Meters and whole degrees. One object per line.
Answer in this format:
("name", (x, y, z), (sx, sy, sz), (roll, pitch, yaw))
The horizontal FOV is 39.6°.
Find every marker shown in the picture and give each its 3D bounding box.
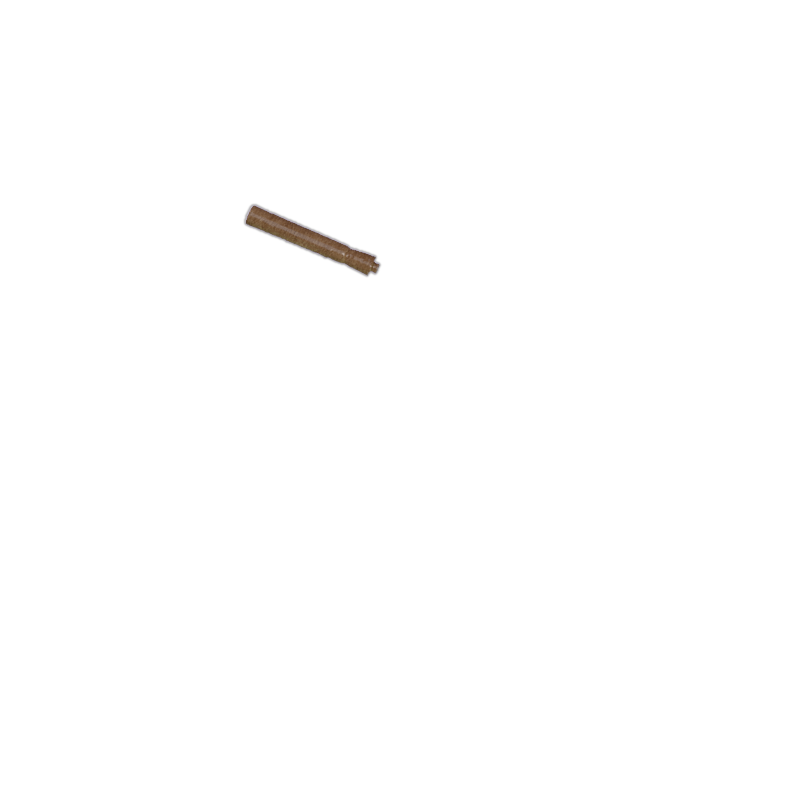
("marker", (-0.074, -0.136, 0.949), (0.122, 0.020, 0.020), (24, 5, 5))
